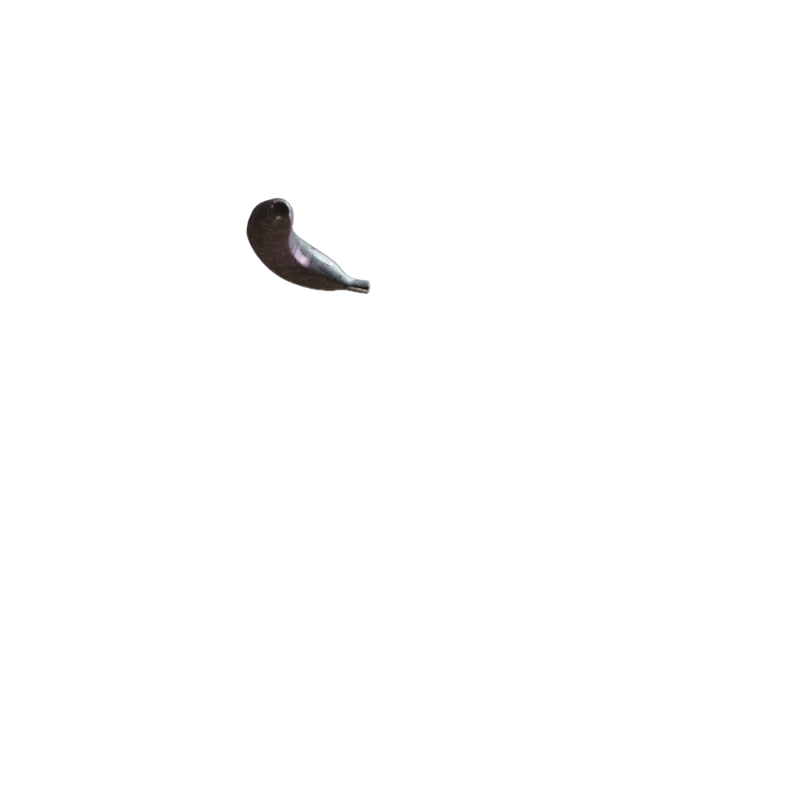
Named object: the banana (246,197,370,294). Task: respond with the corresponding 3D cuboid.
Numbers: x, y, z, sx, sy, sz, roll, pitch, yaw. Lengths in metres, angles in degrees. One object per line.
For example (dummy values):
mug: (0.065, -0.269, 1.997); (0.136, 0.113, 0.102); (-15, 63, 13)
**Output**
banana: (-0.087, -0.127, 0.916); (0.071, 0.038, 0.186); (-5, -13, 19)
